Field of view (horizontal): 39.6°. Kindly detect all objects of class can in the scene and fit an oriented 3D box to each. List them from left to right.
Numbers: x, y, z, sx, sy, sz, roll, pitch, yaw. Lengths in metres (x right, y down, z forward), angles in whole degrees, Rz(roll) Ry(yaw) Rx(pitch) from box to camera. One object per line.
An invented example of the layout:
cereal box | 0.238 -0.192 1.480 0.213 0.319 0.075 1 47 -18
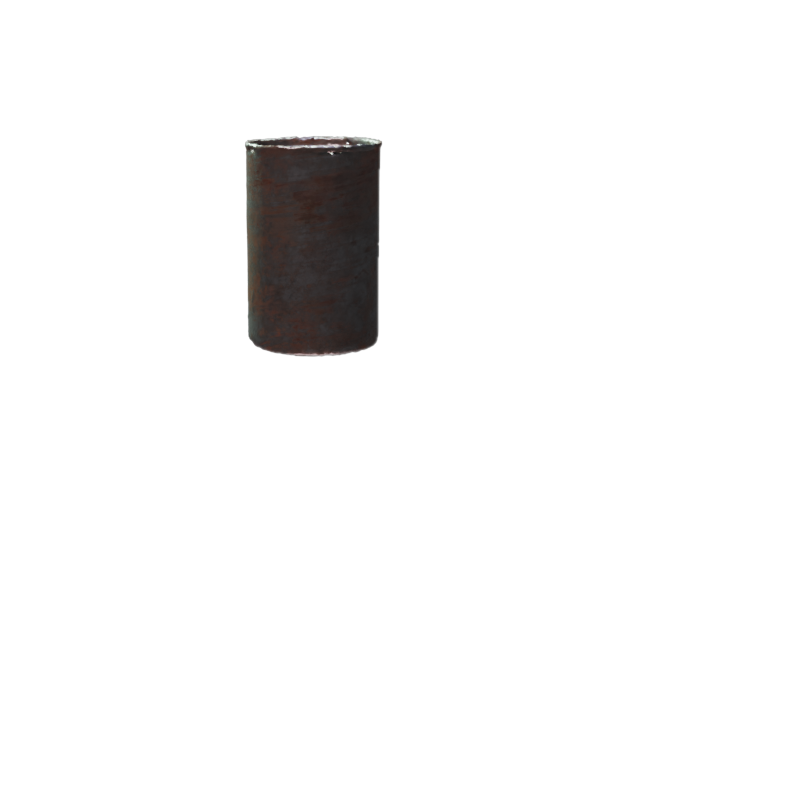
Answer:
can | -0.044 -0.080 0.557 0.068 0.100 0.070 0 12 -2
